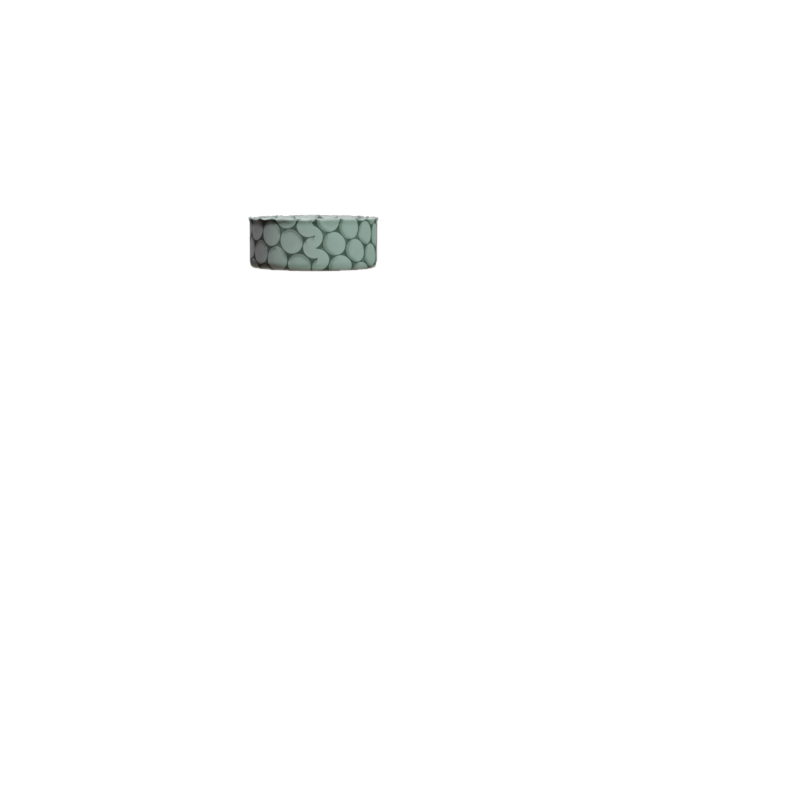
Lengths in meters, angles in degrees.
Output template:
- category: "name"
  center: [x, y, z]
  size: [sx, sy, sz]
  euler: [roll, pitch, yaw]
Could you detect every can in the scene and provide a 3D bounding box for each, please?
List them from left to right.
- category: "can"
  center: [-0.057, -0.105, 0.733]
  size: [0.086, 0.033, 0.087]
  euler: [0, 10, -2]
